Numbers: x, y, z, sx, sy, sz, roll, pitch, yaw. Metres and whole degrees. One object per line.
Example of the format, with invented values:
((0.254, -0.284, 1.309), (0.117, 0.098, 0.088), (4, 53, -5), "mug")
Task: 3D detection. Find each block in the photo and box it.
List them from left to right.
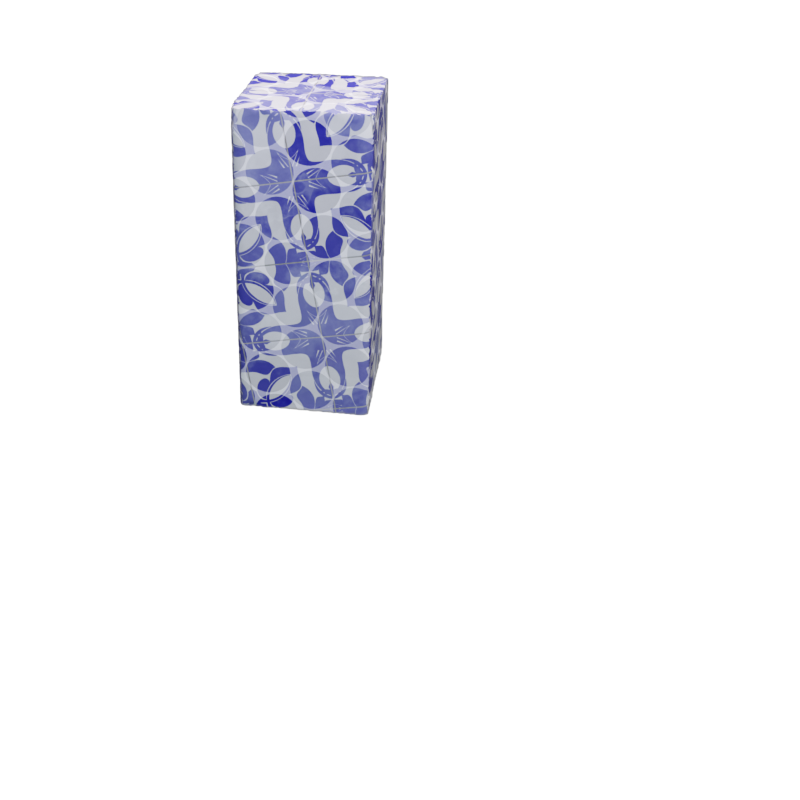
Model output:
((-0.058, -0.105, 0.736), (0.091, 0.195, 0.095), (4, 26, 5), "block")
